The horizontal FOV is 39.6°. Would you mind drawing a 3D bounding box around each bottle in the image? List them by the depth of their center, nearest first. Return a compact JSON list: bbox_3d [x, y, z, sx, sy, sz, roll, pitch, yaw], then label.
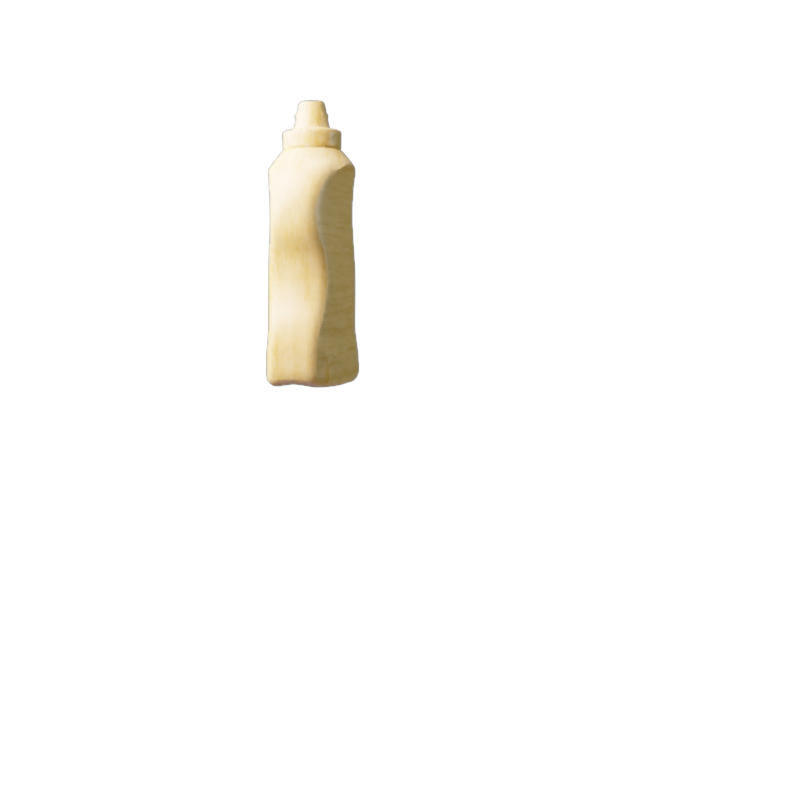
[{"bbox_3d":[-0.060,-0.108,0.754,0.060,0.192,0.094,-1,-1,16],"label":"bottle"}]
